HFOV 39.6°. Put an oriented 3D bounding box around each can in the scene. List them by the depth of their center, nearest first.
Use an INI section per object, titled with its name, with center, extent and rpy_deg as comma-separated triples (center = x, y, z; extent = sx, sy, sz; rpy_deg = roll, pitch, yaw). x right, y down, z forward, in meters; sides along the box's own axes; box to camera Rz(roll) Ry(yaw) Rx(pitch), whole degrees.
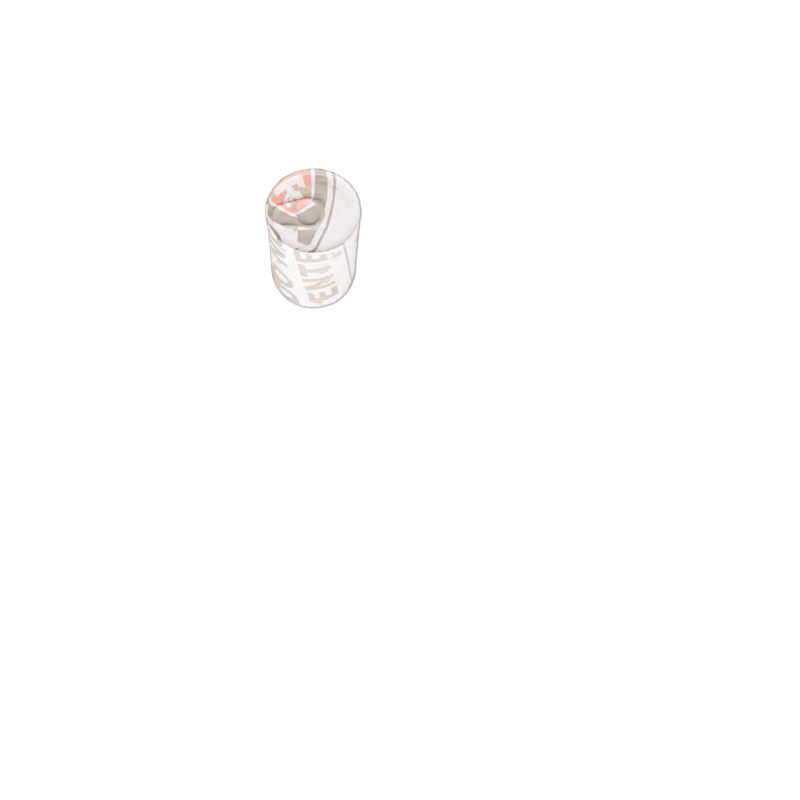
[can]
center = -0.064, -0.117, 0.820
extent = 0.068, 0.072, 0.097
rpy_deg = 0, -21, -3
